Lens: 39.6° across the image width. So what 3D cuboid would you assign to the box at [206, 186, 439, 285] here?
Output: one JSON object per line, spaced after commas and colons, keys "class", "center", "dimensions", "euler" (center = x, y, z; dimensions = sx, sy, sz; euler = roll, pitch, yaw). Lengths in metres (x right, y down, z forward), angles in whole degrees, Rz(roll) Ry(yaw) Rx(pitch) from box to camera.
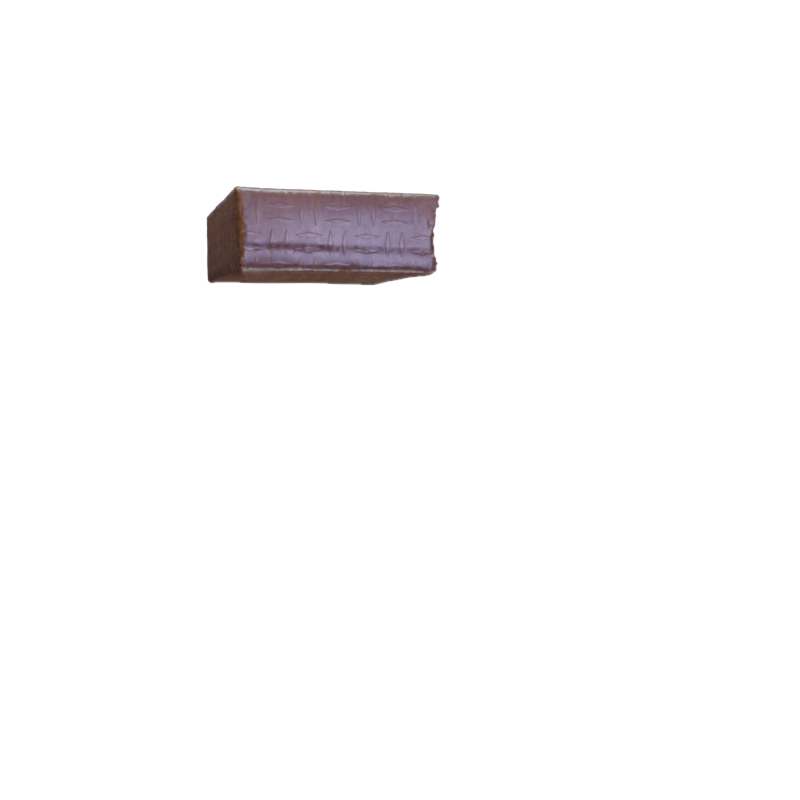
{"class": "box", "center": [-0.041, -0.074, 0.518], "dimensions": [0.088, 0.039, 0.116], "euler": [-1, 4, -14]}
